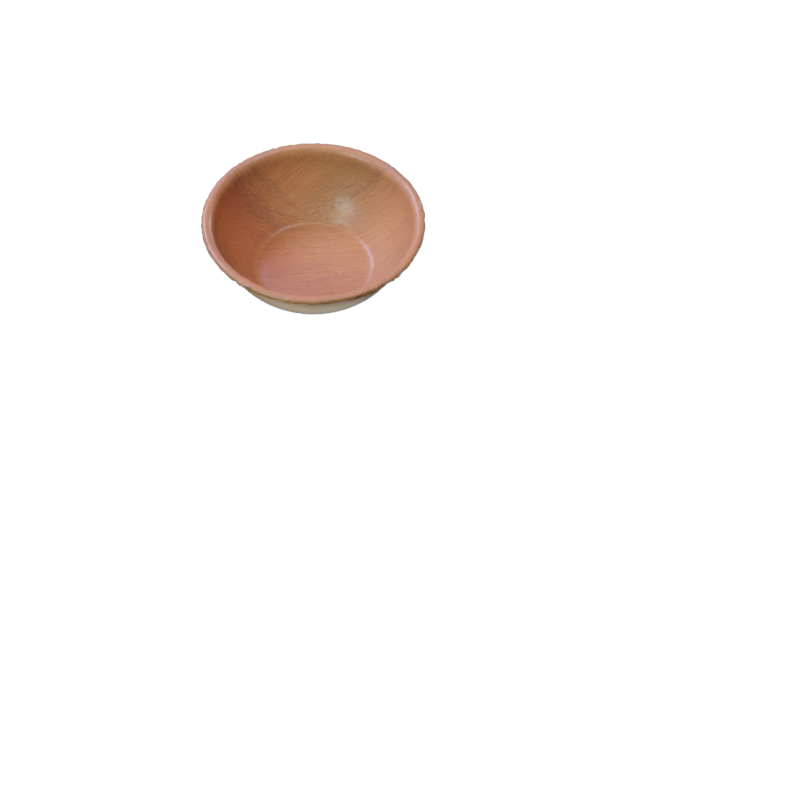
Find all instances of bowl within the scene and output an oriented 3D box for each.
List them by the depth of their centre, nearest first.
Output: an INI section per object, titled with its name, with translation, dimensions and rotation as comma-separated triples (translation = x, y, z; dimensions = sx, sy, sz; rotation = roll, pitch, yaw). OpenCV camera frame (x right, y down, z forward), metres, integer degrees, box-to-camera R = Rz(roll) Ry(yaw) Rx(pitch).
[bowl]
translation = -0.064, -0.117, 0.817
dimensions = 0.162, 0.174, 0.051
rotation = -1, -39, -1
